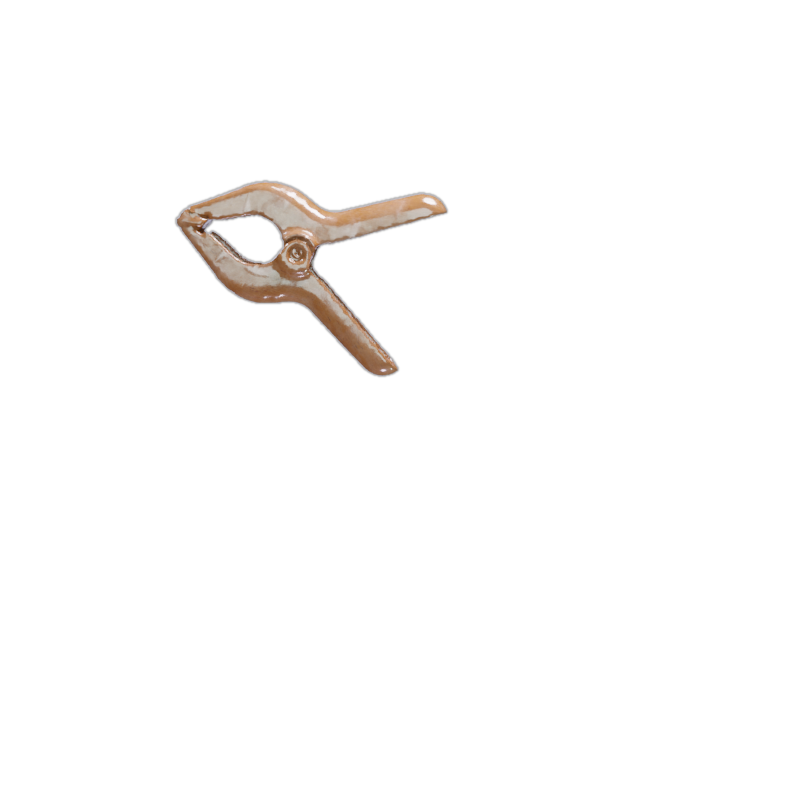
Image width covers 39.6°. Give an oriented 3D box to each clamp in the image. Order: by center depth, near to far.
[{"bbox_3d":[-0.056,-0.103,0.721,0.172,0.121,0.039,26,-4,2],"label":"clamp"}]
